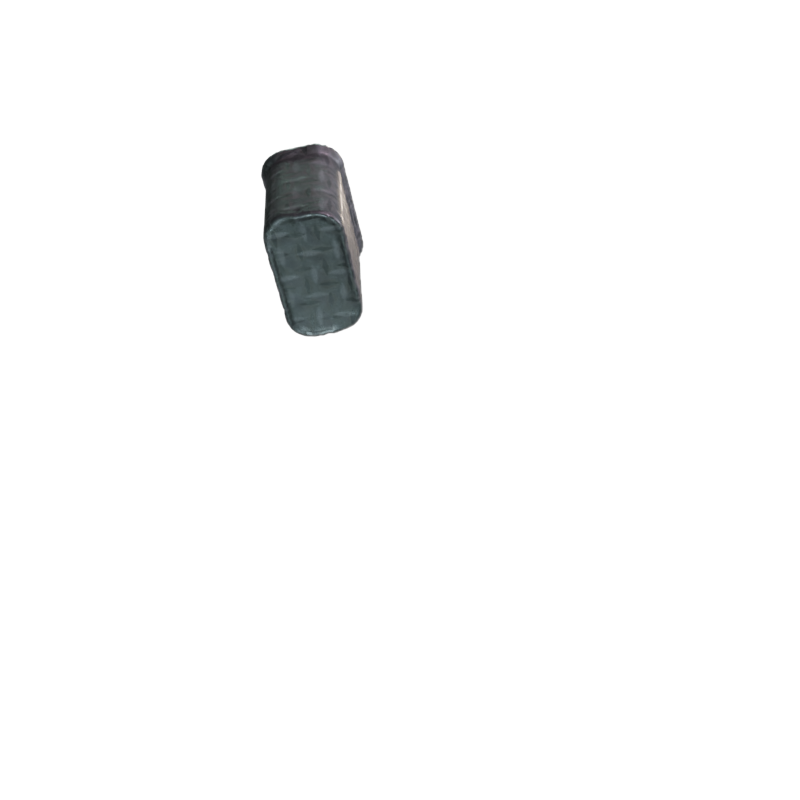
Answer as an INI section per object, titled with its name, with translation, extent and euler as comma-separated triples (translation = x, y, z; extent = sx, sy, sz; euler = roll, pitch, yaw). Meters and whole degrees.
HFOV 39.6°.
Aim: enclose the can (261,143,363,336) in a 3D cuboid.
[can]
translation = -0.058, -0.106, 0.742
extent = 0.058, 0.095, 0.090
euler = -11, 37, 5
